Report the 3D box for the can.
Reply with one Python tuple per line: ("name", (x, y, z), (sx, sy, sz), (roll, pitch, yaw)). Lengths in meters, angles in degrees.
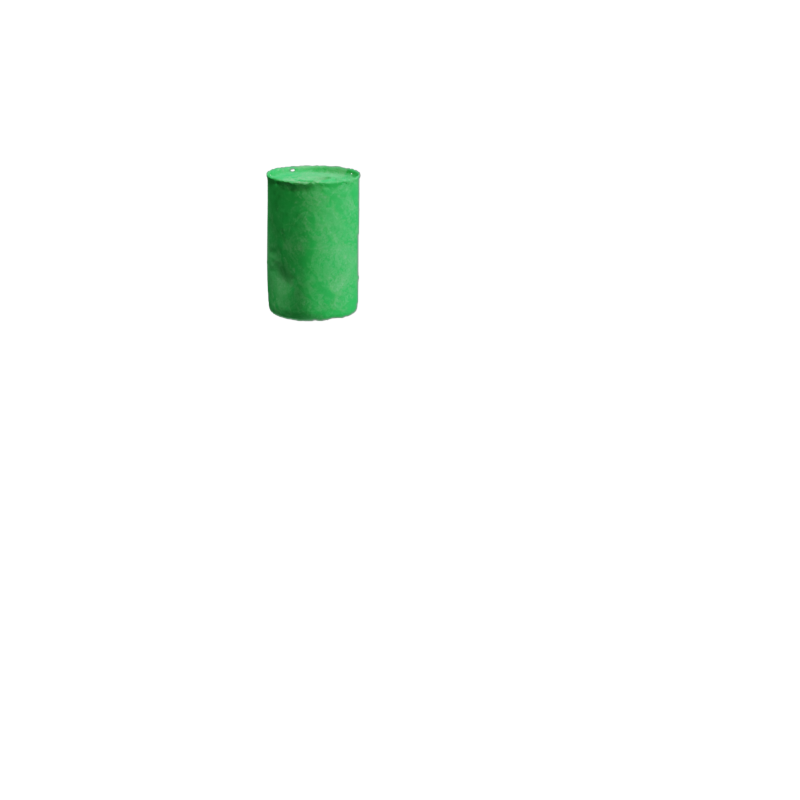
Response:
("can", (-0.063, -0.115, 0.806), (0.068, 0.099, 0.071), (0, 16, -2))
